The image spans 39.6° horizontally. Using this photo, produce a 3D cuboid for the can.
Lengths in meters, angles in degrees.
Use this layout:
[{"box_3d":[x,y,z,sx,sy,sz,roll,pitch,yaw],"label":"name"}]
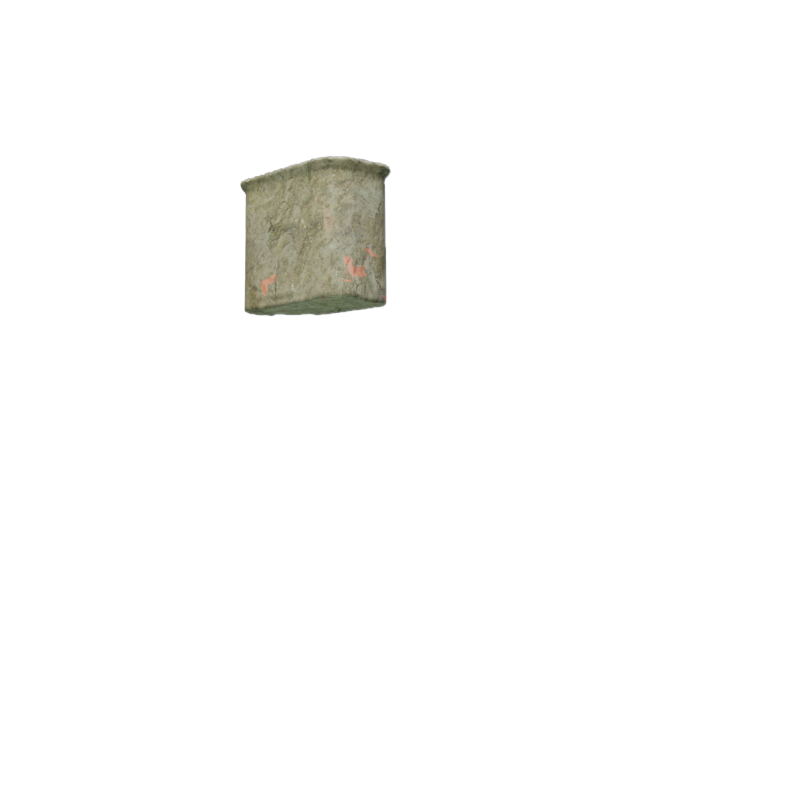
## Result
[{"box_3d":[-0.053,-0.097,0.681,0.055,0.086,0.105,7,-9,-42],"label":"can"}]
